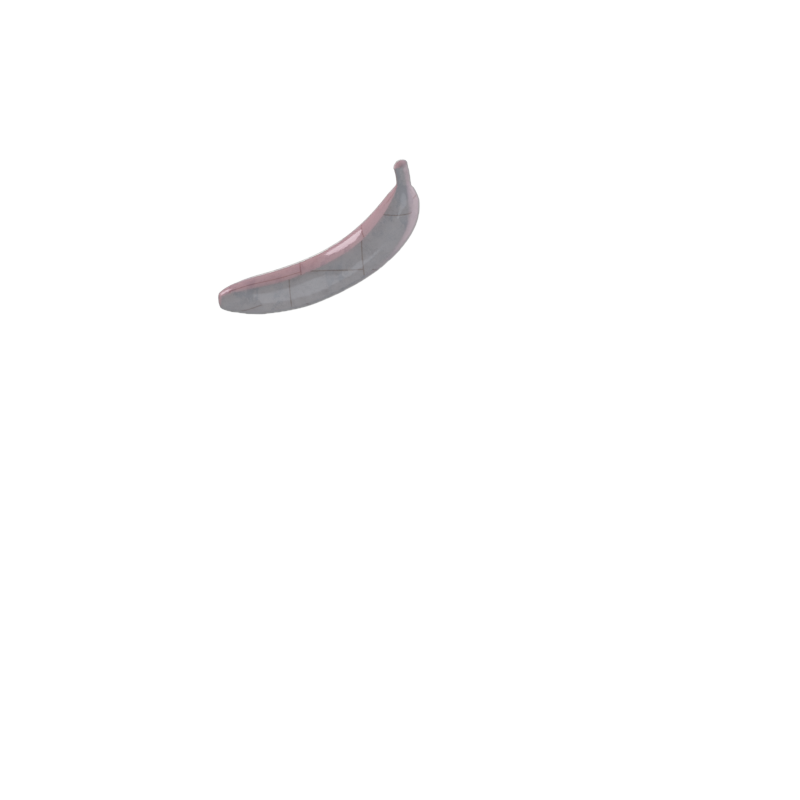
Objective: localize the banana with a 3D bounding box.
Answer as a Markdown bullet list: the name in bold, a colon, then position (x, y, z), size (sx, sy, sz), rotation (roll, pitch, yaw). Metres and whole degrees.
- **banana**: position (-0.054, -0.116, 0.882), size (0.196, 0.066, 0.039), rotation (-34, 28, 20)
